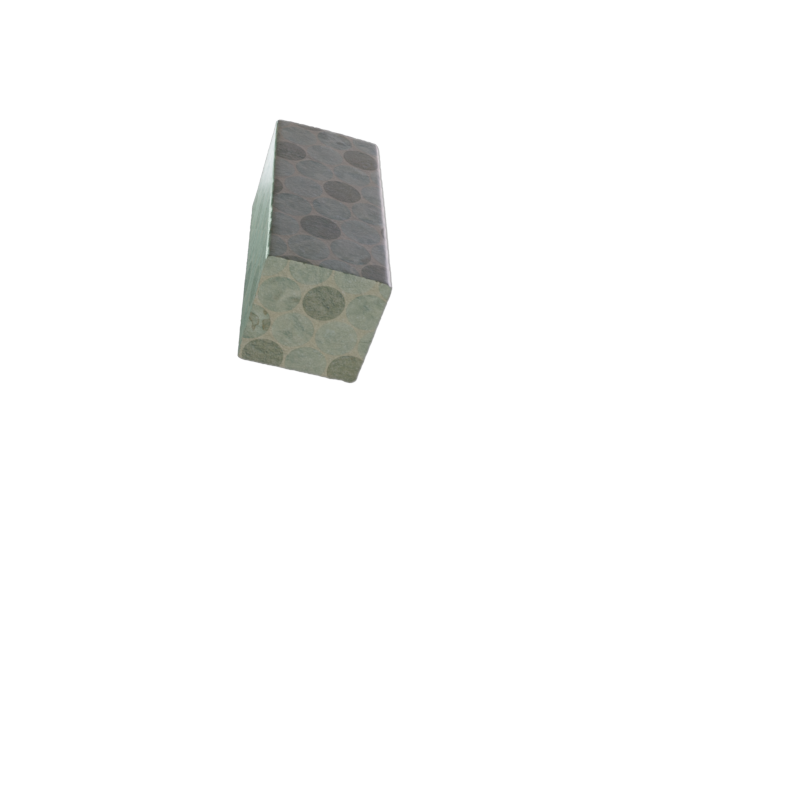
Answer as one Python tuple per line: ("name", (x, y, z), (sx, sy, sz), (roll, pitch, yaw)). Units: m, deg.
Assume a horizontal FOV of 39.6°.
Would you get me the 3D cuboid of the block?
("block", (-0.065, -0.120, 0.844), (0.088, 0.086, 0.221), (12, 35, -13))
